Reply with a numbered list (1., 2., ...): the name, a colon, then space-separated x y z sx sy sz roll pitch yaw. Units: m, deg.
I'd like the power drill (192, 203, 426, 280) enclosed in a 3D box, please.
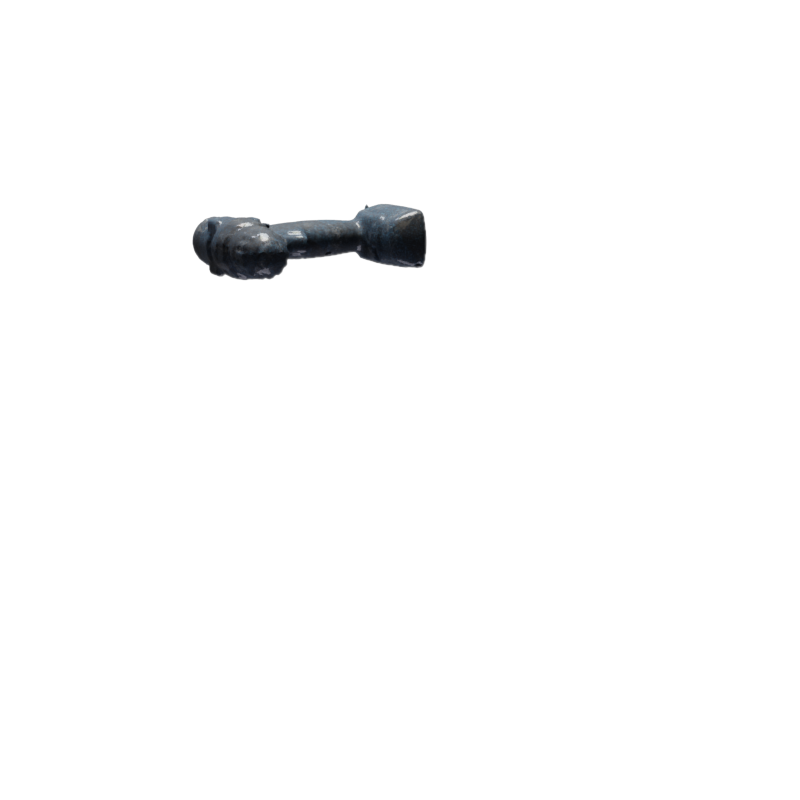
1. power drill: -0.076 -0.138 0.970 0.183 0.056 0.193 -5 14 -22
